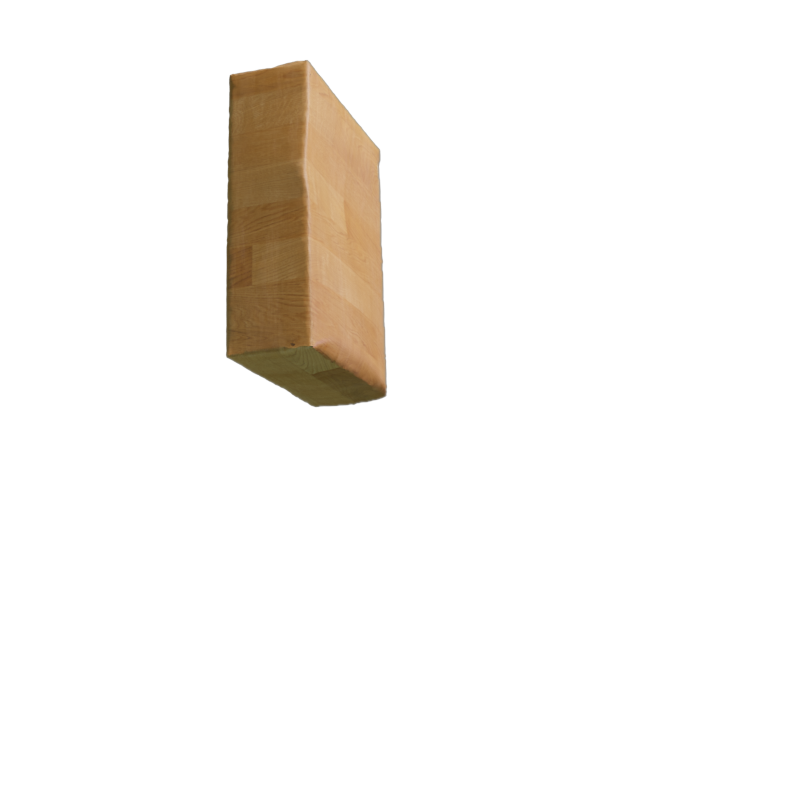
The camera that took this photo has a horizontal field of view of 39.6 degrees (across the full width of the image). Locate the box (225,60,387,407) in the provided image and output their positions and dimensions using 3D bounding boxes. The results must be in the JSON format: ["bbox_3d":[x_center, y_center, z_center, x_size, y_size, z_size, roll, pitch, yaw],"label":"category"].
[{"bbox_3d":[-0.064,-0.117,0.819,0.073,0.224,0.154,-8,-19,17],"label":"box"}]
